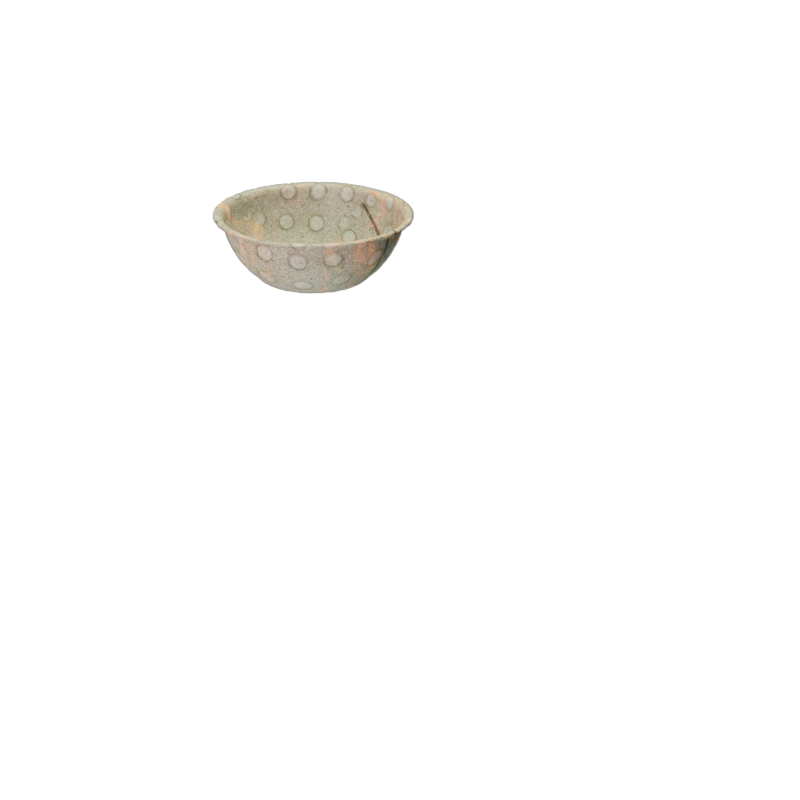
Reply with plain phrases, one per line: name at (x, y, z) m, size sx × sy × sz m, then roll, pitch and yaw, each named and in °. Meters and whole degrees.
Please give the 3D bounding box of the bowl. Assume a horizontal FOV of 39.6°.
bowl at (-0.070, -0.129, 0.900) m, size 0.162 × 0.052 × 0.171 m, roll -1°, pitch 26°, yaw -2°
